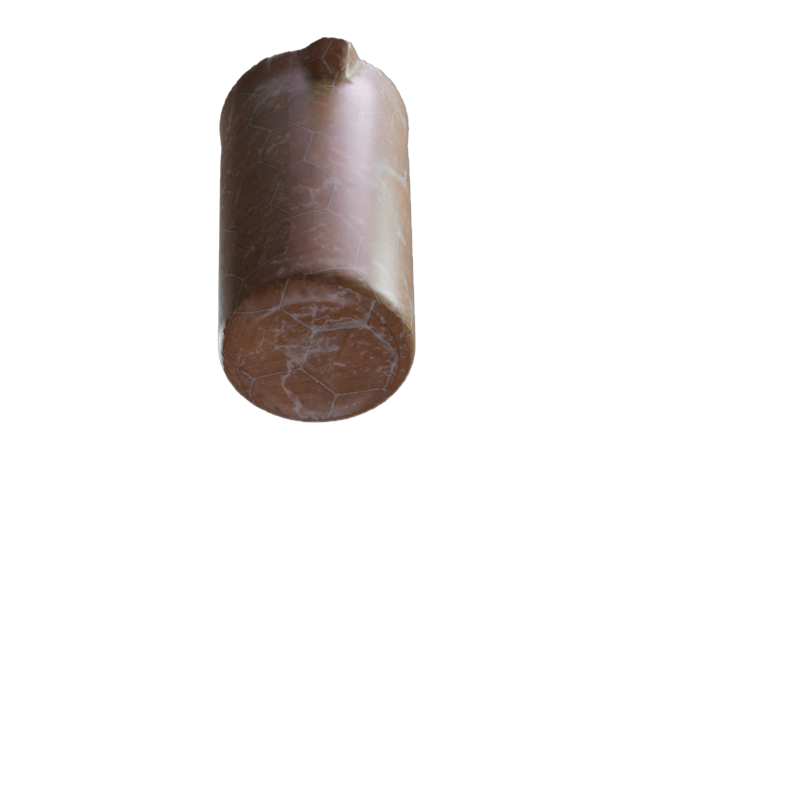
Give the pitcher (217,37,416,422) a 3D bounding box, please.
[{"bbox_3d":[-0.054,-0.099,0.696,0.145,0.261,0.139,-26,-52,19],"label":"pitcher"}]
